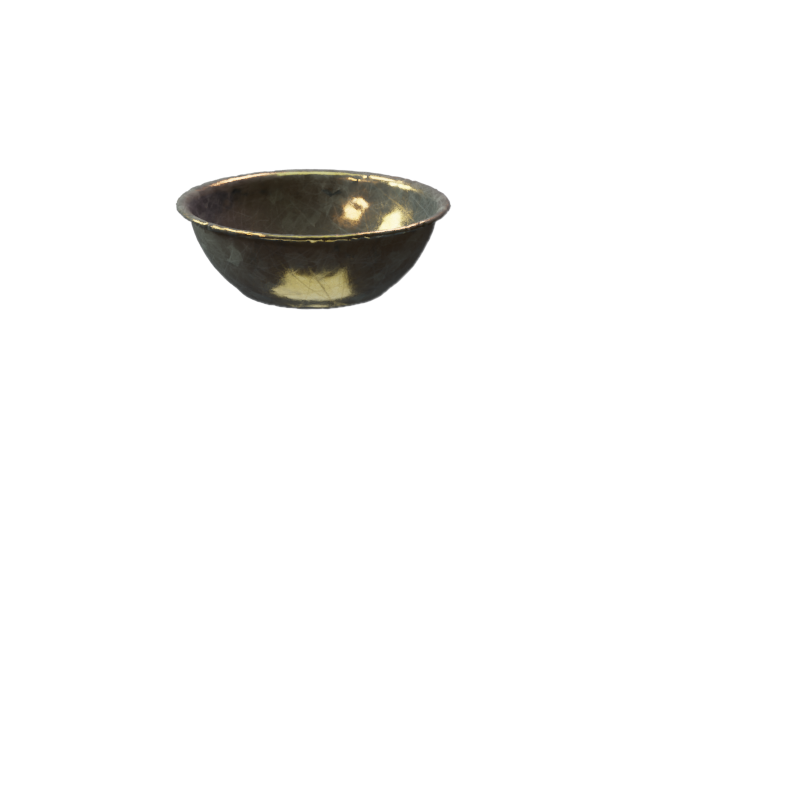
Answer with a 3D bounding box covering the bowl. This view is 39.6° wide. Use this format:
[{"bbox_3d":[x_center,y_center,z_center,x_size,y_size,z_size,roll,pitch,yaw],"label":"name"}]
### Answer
[{"bbox_3d":[-0.052,-0.095,0.662,0.162,0.053,0.170,-1,23,-2],"label":"bowl"}]
